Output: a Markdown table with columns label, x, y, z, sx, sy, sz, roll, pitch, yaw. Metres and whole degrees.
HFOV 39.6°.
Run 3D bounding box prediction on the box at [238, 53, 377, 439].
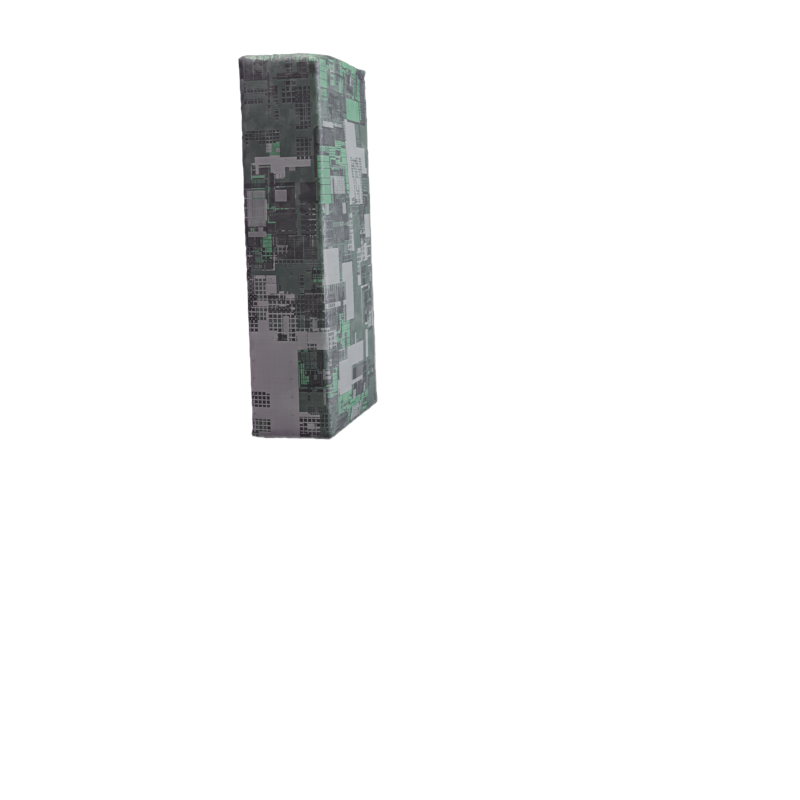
| label | x | y | z | sx | sy | sz | roll | pitch | yaw |
| --- | --- | --- | --- | --- | --- | --- | --- | --- | --- |
| box | -0.042 | -0.078 | 0.544 | 0.049 | 0.174 | 0.093 | 1 | 6 | 13 |
